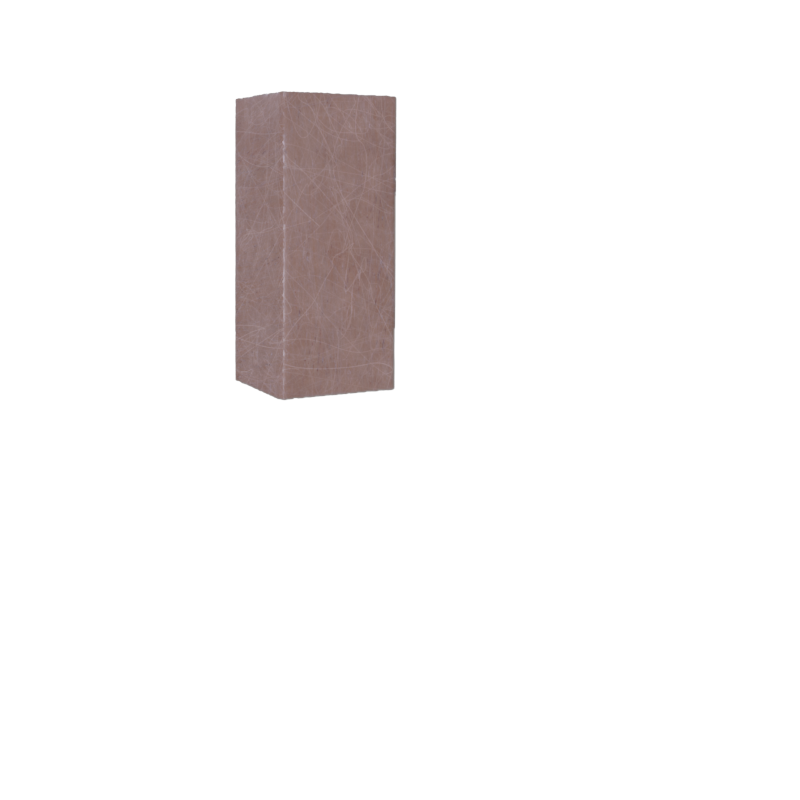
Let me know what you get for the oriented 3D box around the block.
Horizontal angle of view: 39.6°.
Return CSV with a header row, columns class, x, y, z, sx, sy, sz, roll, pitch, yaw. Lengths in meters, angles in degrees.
class,x,y,z,sx,sy,sz,roll,pitch,yaw
block,-0.062,-0.114,0.795,0.088,0.204,0.094,-2,5,-28
